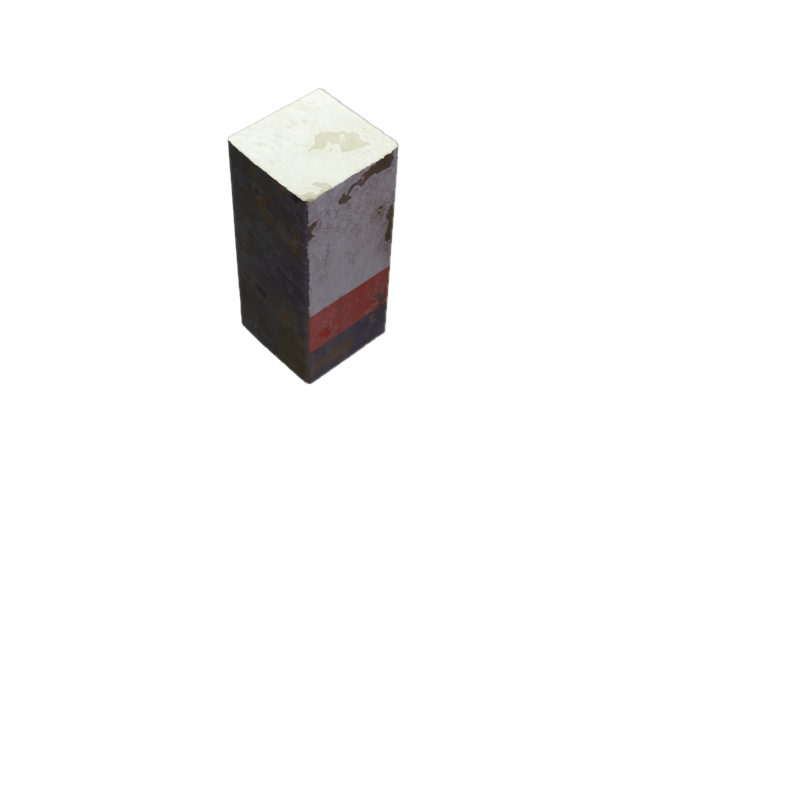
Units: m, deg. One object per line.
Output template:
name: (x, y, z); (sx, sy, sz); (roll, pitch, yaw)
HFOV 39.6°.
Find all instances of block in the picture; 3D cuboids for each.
block: (-0.067, -0.121, 0.853); (0.091, 0.192, 0.096); (-34, 60, -27)
